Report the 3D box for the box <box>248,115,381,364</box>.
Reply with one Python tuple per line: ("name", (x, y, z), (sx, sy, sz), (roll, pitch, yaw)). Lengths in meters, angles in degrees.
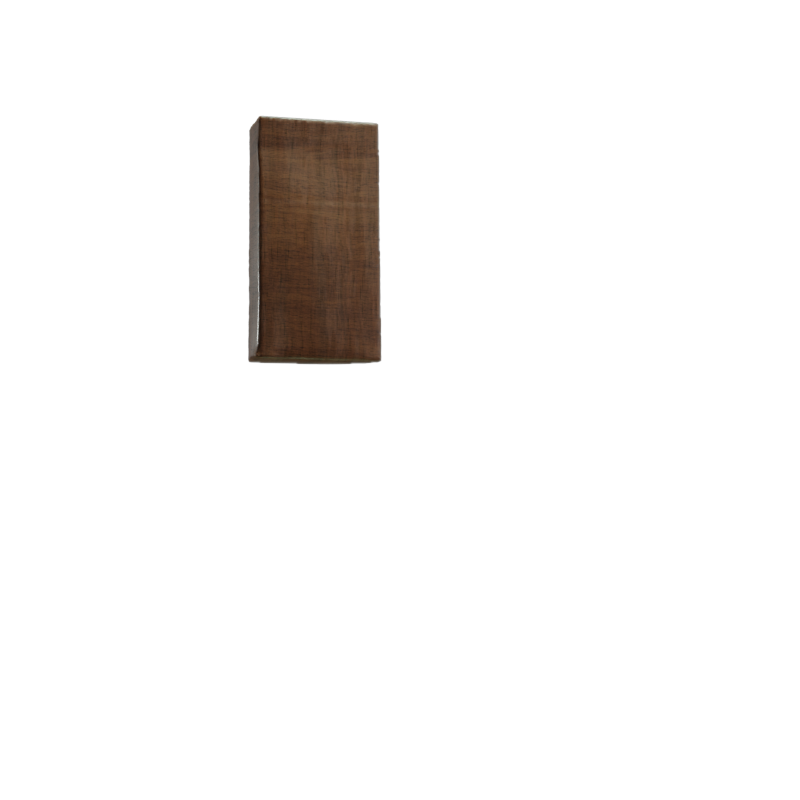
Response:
("box", (-0.063, -0.116, 0.811), (0.091, 0.181, 0.048), (2, -10, -15))
